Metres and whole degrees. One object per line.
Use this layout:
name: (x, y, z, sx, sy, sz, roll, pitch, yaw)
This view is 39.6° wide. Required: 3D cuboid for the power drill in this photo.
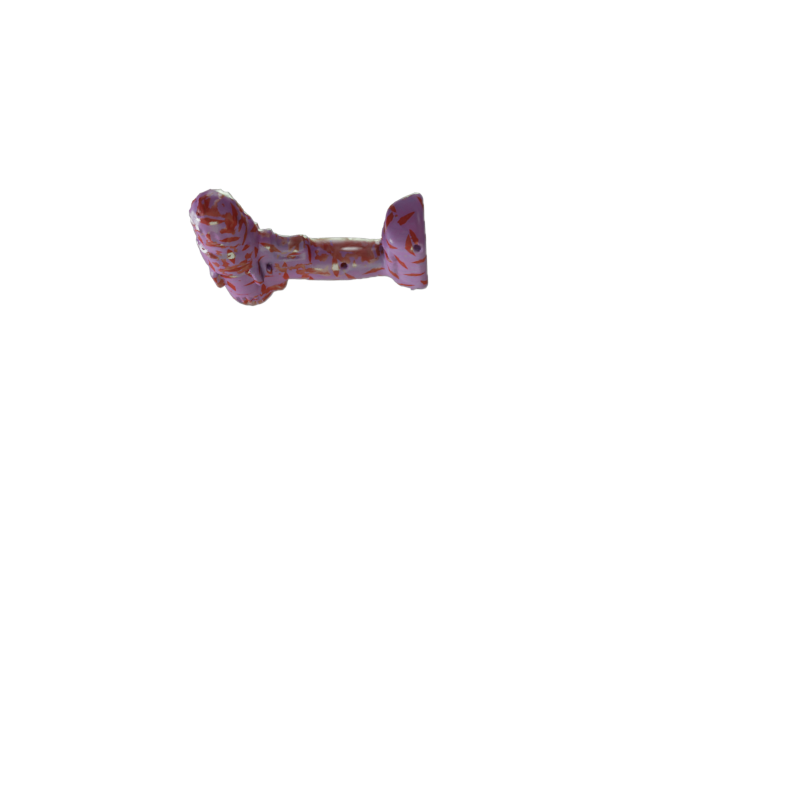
power drill: (-0.072, -0.131, 0.919, 0.189, 0.060, 0.176, -2, -14, 5)
